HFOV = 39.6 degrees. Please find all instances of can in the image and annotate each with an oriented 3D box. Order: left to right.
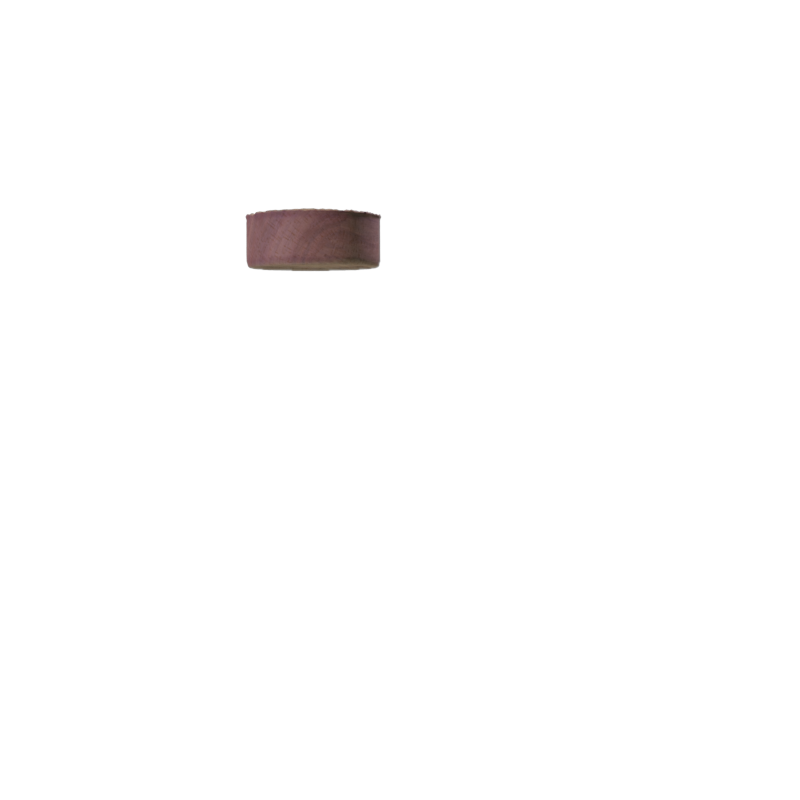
[{"bbox_3d":[-0.055,-0.100,0.700,0.086,0.034,0.086,0,3,-2],"label":"can"}]
